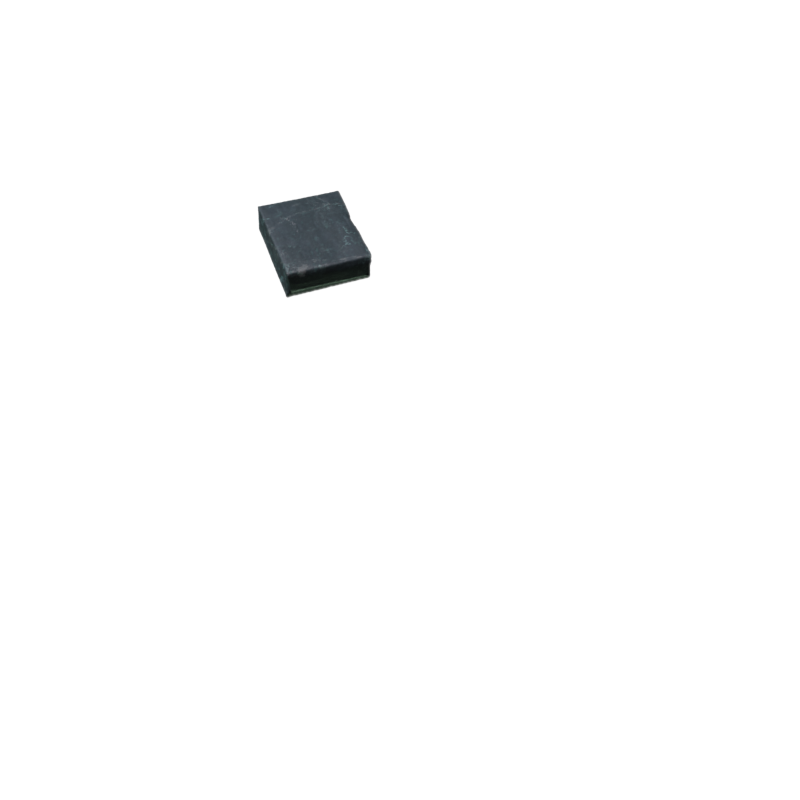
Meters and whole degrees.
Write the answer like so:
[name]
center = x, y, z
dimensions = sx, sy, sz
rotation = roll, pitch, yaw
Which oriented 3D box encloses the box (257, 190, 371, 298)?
[box]
center = -0.072, -0.132, 0.924
dimensions = 0.072, 0.097, 0.028
rotation = -14, -41, -13
